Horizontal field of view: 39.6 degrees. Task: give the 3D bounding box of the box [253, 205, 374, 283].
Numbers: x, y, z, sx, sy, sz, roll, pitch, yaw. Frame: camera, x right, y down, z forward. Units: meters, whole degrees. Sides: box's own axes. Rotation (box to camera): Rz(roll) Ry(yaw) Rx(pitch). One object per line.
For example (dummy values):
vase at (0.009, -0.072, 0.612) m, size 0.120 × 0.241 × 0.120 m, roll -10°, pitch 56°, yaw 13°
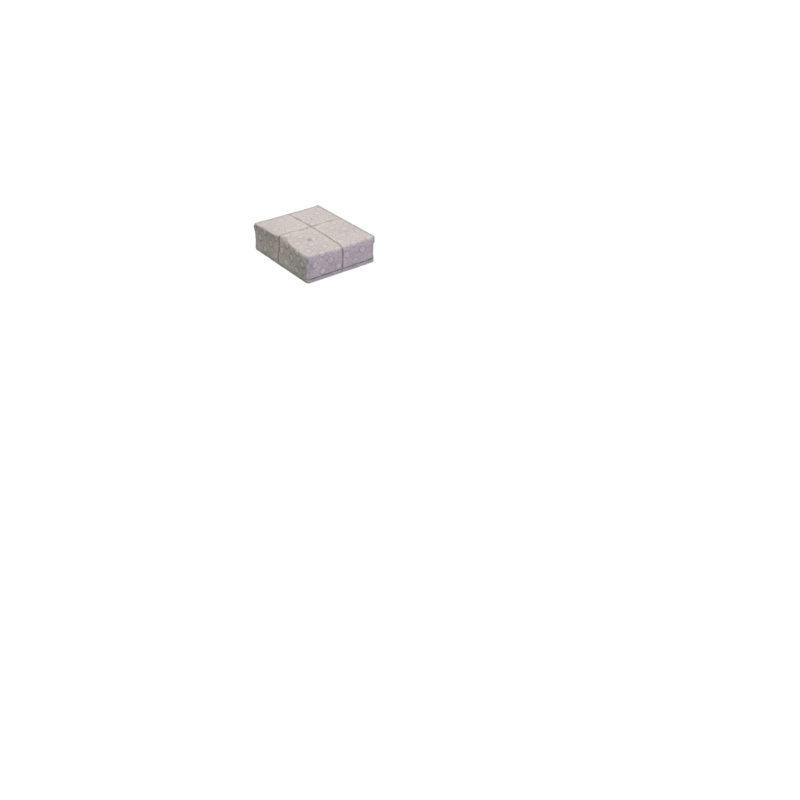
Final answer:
box at (-0.078, -0.142, 0.998) m, size 0.072 × 0.028 × 0.096 m, roll -21°, pitch 37°, yaw -31°
